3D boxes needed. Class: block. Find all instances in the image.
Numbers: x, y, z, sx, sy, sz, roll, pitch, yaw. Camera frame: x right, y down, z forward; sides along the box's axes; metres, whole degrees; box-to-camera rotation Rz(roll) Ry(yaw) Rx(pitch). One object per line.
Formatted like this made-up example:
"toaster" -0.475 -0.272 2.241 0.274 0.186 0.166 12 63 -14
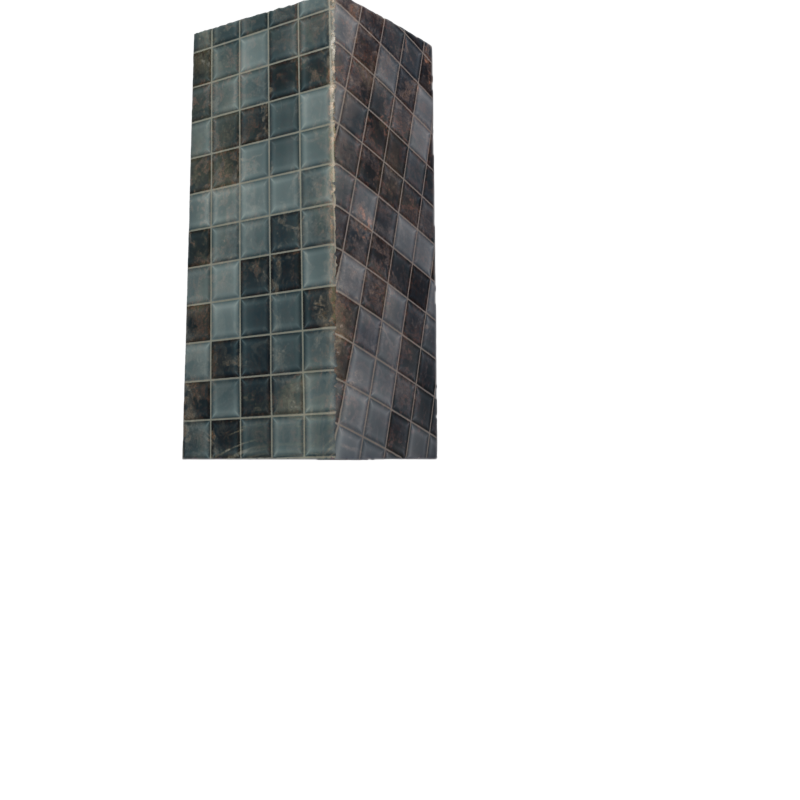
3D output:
"block" -0.041 -0.076 0.535 0.093 0.211 0.085 -7 -11 34
